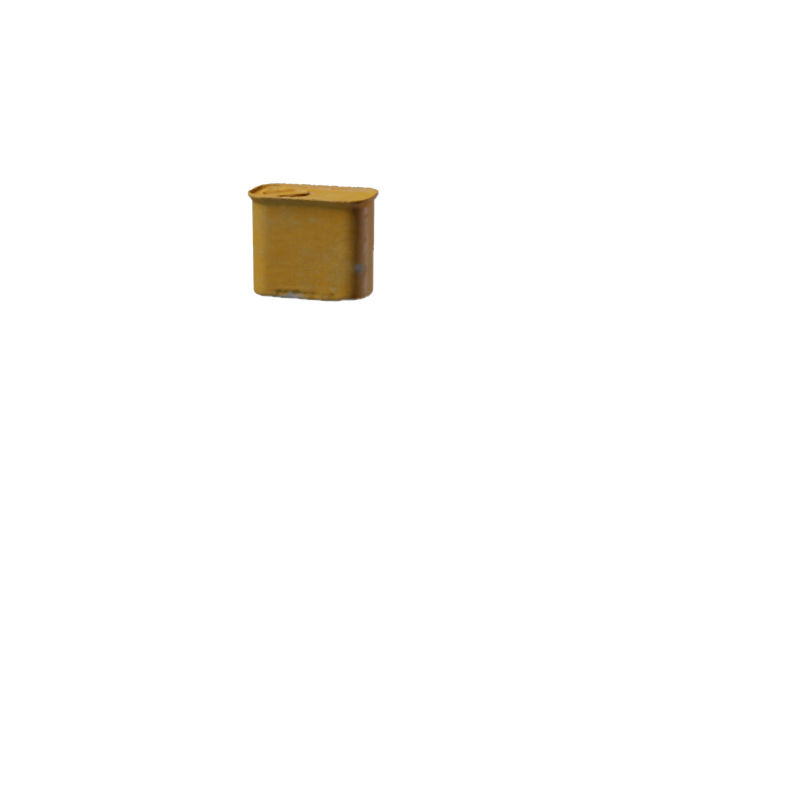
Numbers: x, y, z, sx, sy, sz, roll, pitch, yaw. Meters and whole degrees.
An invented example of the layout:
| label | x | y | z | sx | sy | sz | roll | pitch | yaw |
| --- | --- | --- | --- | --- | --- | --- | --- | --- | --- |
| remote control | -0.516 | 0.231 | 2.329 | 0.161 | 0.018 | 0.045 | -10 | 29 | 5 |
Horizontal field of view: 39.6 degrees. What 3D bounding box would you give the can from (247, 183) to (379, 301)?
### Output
| label | x | y | z | sx | sy | sz | roll | pitch | yaw |
| --- | --- | --- | --- | --- | --- | --- | --- | --- | --- |
| can | -0.070 | -0.127 | 0.893 | 0.104 | 0.081 | 0.058 | 5 | 17 | 14 |
